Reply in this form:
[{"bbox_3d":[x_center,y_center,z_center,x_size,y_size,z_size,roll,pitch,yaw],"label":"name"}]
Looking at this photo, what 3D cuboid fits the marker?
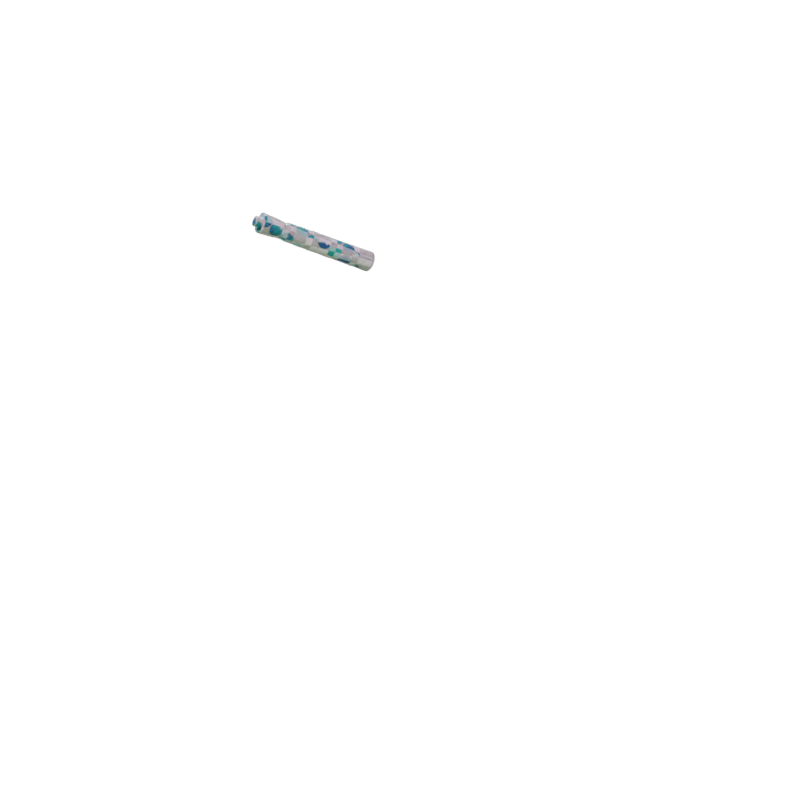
[{"bbox_3d":[-0.078,-0.143,0.999,0.116,0.020,0.020,17,-4,-25],"label":"marker"}]
